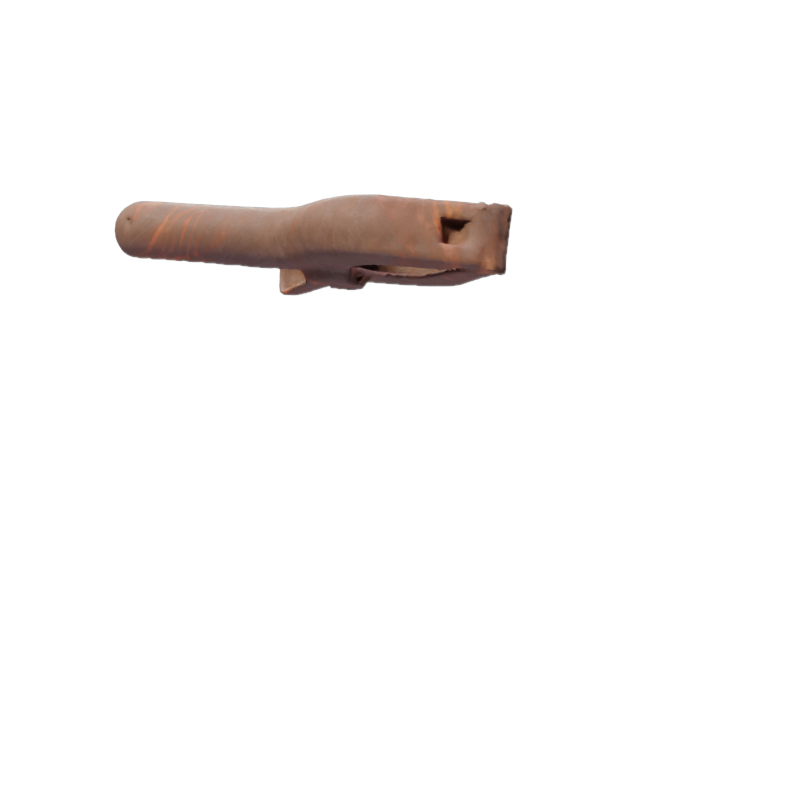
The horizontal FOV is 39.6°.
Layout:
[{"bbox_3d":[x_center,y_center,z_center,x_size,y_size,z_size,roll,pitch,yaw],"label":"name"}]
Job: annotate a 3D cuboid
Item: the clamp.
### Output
[{"bbox_3d":[-0.037,-0.067,0.469,0.115,0.040,0.177,1,-1,-43],"label":"clamp"}]
